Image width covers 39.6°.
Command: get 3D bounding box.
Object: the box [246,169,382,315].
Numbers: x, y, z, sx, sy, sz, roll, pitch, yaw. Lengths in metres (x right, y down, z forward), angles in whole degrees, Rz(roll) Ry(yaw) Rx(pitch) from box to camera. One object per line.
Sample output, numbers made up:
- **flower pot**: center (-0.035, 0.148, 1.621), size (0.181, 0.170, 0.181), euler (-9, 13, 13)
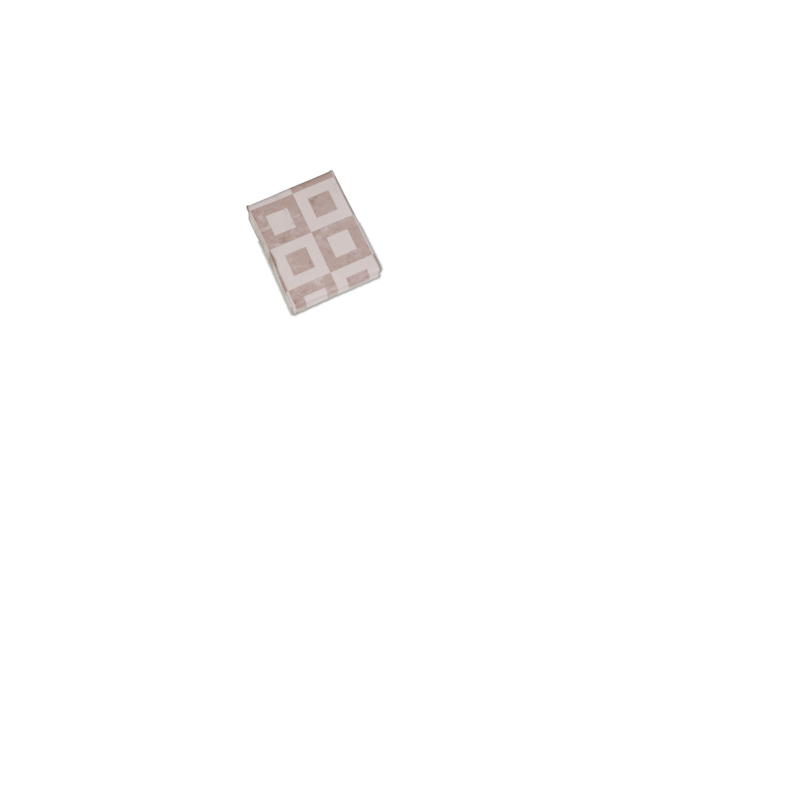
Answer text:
- **box**: center (-0.065, -0.119, 0.834), size (0.073, 0.093, 0.029), euler (-24, -15, -7)
